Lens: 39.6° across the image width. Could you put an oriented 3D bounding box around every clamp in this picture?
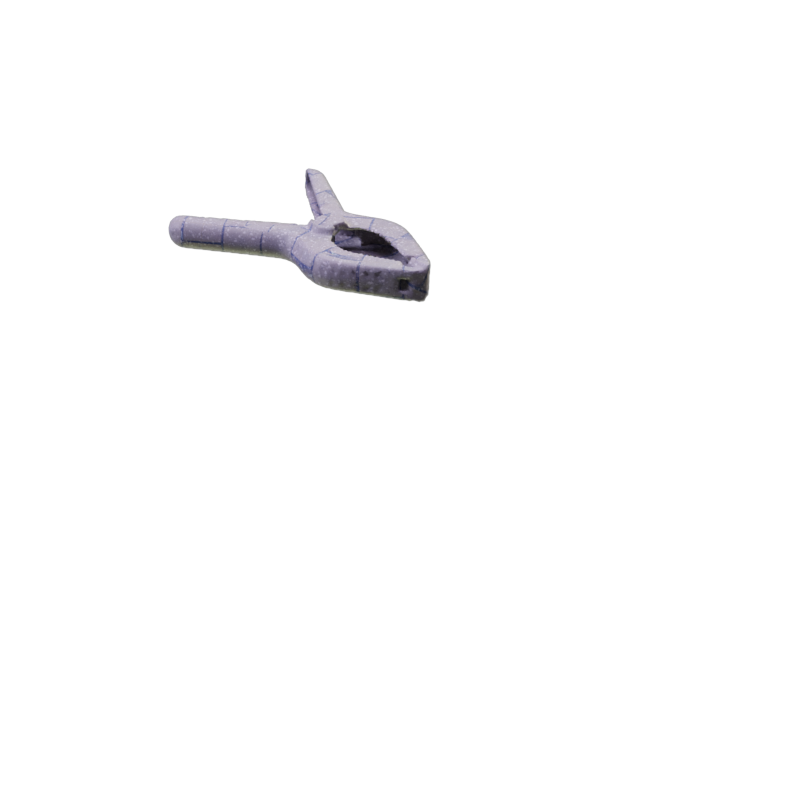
[{"bbox_3d":[-0.068,-0.123,0.864,0.163,0.034,0.225,-24,40,-33],"label":"clamp"}]
